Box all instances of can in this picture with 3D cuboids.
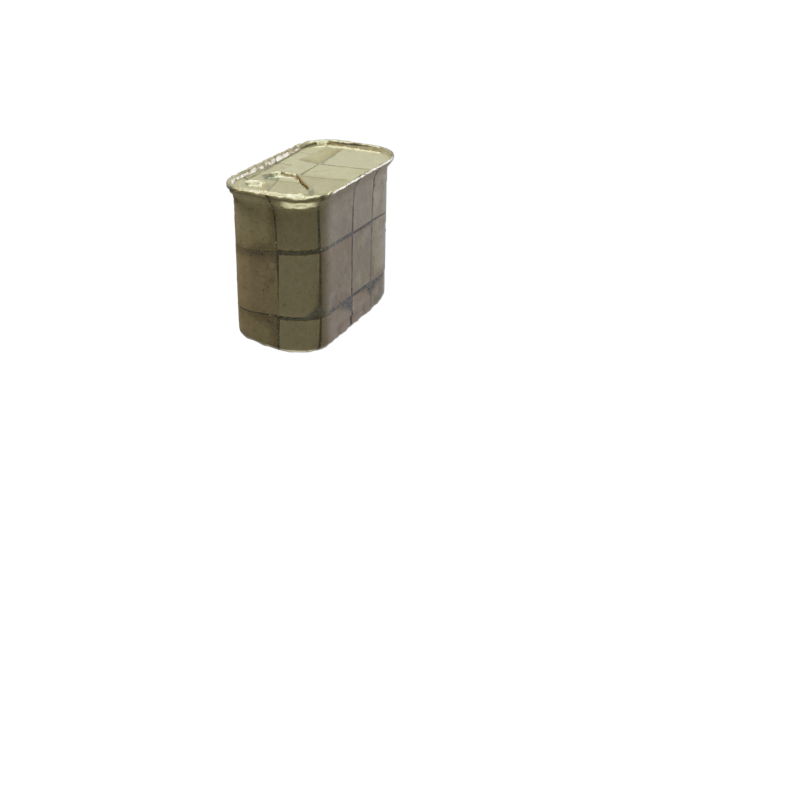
[{"bbox_3d":[-0.046,-0.083,0.582,0.060,0.080,0.103,12,27,23],"label":"can"}]
